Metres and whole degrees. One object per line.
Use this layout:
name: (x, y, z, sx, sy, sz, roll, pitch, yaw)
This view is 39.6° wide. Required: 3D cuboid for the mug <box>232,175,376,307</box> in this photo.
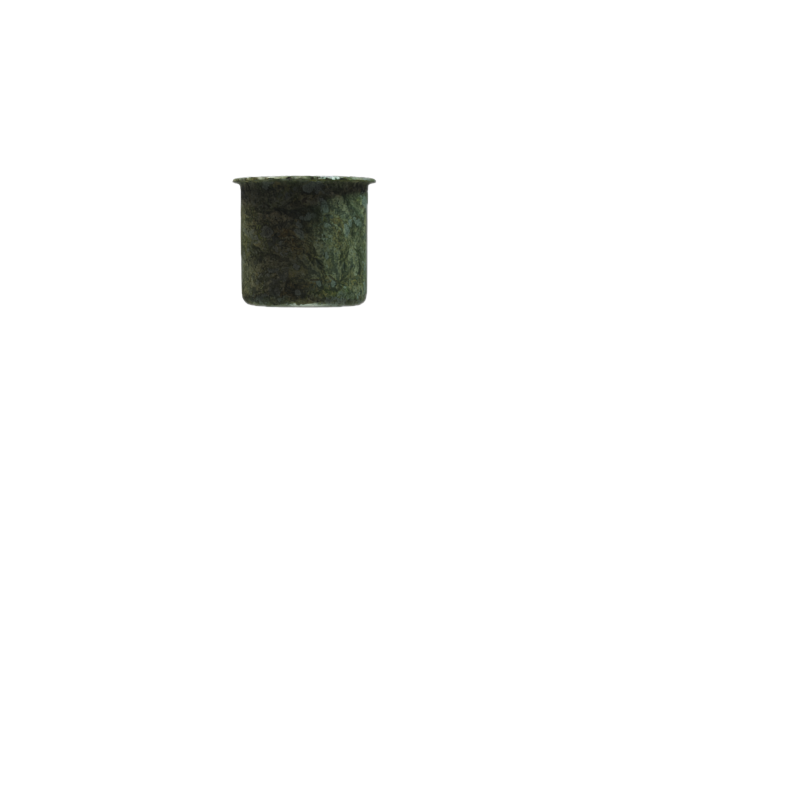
mug: (-0.057, -0.104, 0.728, 0.096, 0.081, 0.114, 3, 6, 26)
